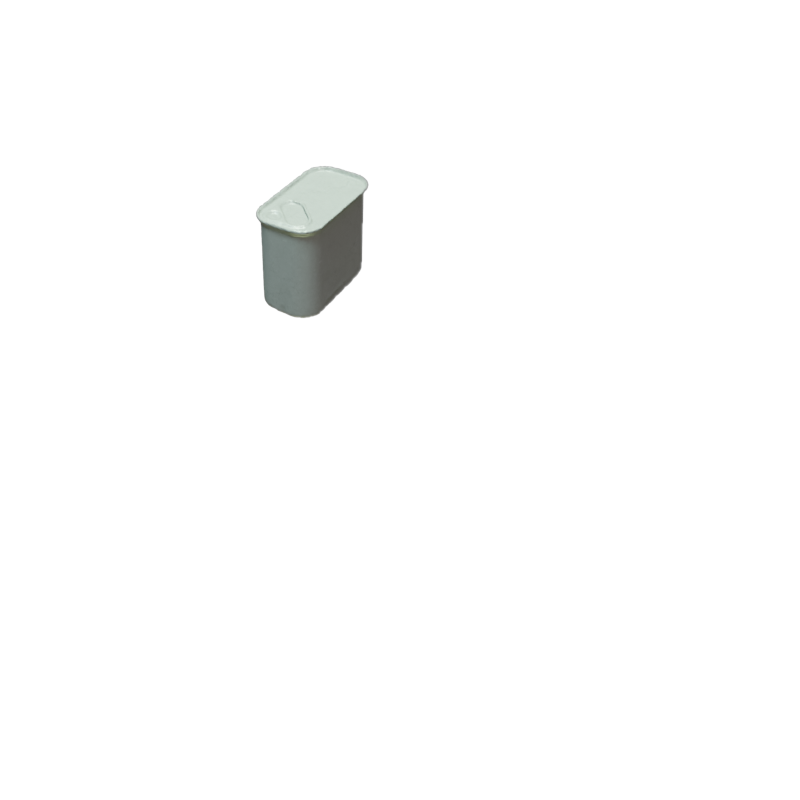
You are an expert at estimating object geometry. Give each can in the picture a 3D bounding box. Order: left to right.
[{"bbox_3d":[-0.070,-0.127,0.891,0.060,0.078,0.104,19,40,22],"label":"can"}]
